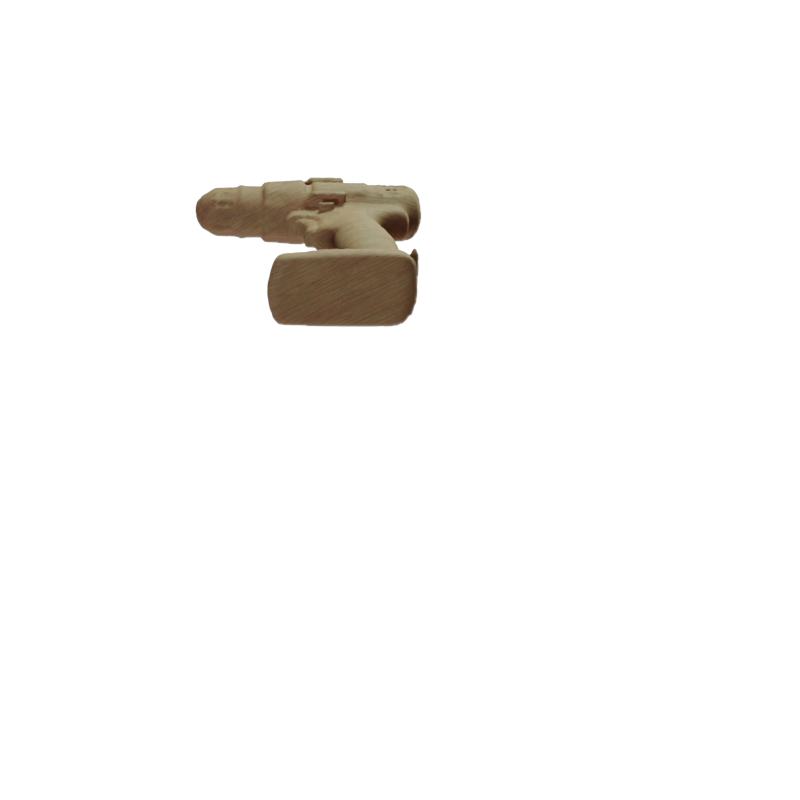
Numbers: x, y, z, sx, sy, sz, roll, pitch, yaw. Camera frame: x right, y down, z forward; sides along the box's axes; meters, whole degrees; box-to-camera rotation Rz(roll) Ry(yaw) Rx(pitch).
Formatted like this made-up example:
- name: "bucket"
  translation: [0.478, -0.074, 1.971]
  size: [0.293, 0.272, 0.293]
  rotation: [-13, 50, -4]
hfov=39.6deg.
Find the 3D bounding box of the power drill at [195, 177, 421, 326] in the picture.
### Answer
- name: "power drill"
  translation: [-0.066, -0.121, 0.849]
  size: [0.183, 0.054, 0.200]
  rotation: [-3, 30, -5]
